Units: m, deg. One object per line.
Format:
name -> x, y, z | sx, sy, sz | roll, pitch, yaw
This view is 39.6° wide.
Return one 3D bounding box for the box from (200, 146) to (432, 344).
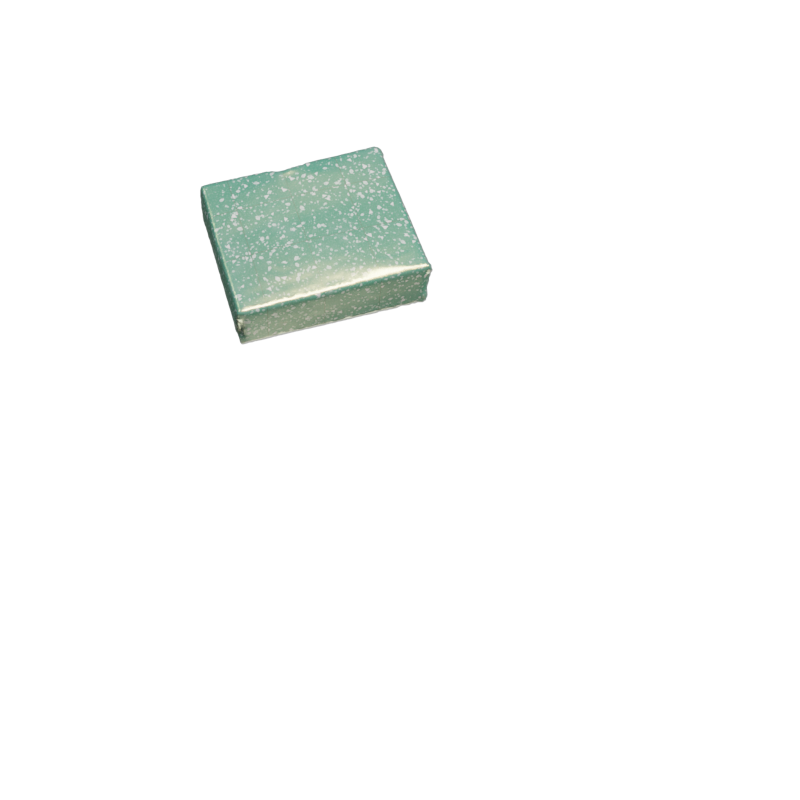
box -> -0.039, -0.072, 0.501 | 0.089, 0.079, 0.028 | -14, -32, -10
